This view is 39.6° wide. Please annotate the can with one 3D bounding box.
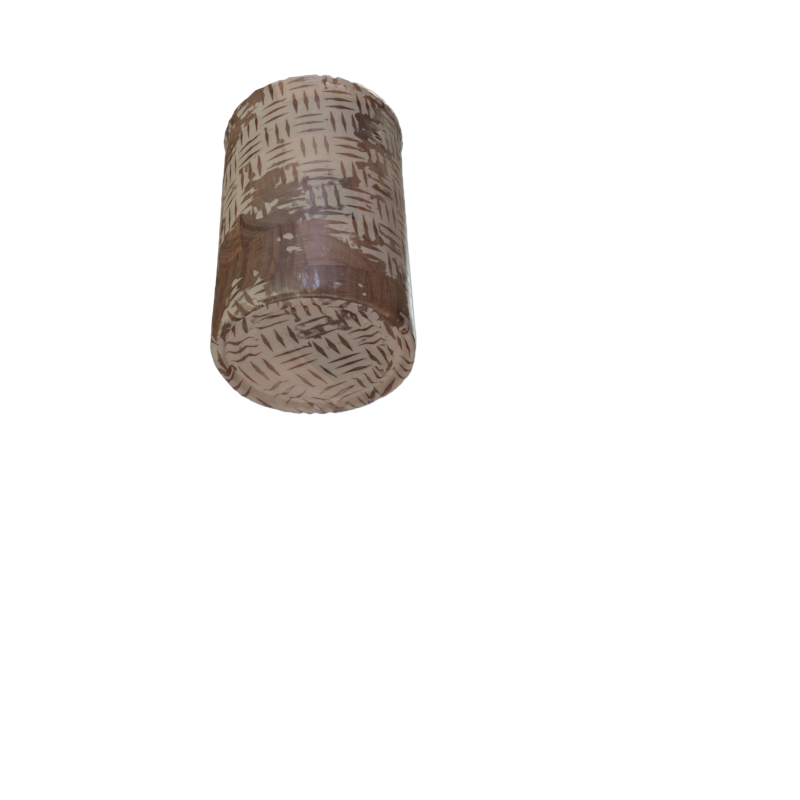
[{"bbox_3d":[-0.030,-0.055,0.389,0.068,0.110,0.064,-1,-39,-3],"label":"can"}]
